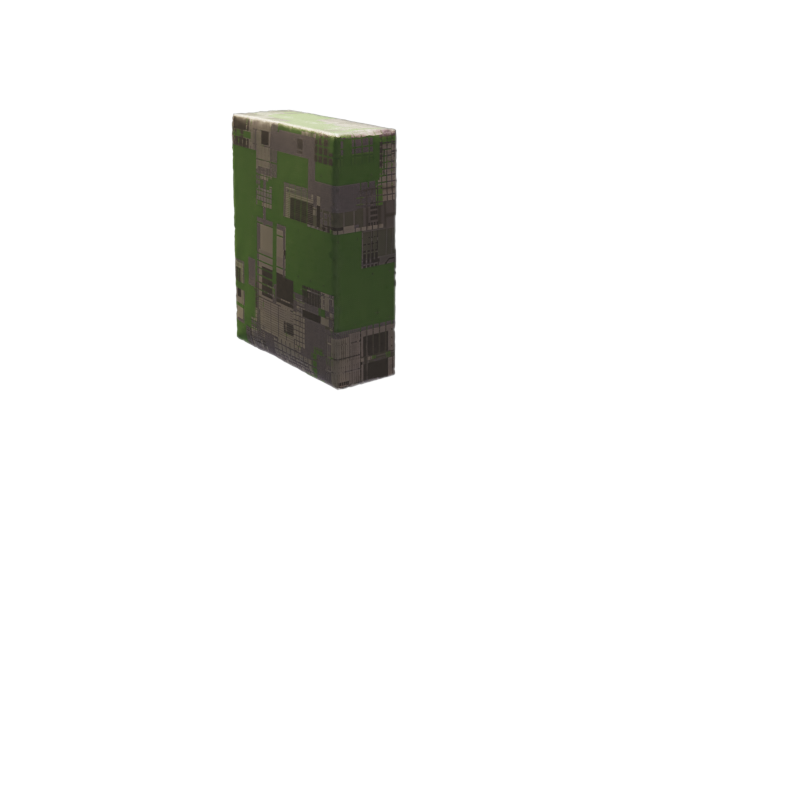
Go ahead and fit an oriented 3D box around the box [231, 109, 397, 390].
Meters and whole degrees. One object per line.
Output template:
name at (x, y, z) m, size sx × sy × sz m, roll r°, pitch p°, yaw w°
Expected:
box at (-0.075, -0.138, 0.964) m, size 0.070 × 0.206 × 0.174 m, roll -10°, pitch 20°, yaw -35°
